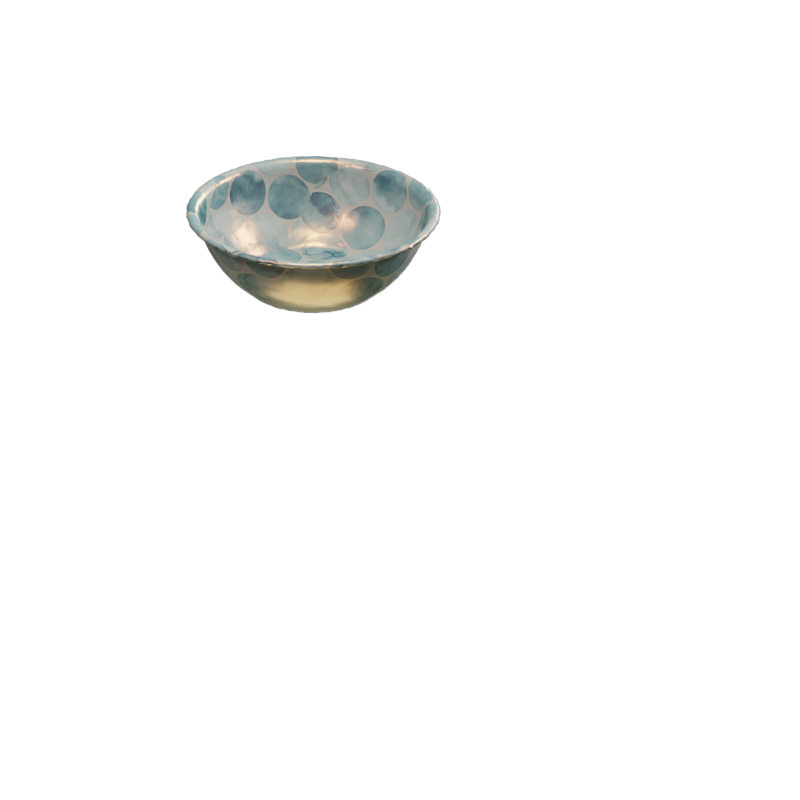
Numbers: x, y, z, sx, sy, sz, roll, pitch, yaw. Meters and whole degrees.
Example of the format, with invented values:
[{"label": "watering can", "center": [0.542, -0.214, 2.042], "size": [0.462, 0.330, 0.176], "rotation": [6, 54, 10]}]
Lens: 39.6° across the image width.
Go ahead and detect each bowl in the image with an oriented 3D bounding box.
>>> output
[{"label": "bowl", "center": [-0.056, -0.102, 0.717], "size": [0.162, 0.052, 0.172], "rotation": [-1, 32, -2]}]
